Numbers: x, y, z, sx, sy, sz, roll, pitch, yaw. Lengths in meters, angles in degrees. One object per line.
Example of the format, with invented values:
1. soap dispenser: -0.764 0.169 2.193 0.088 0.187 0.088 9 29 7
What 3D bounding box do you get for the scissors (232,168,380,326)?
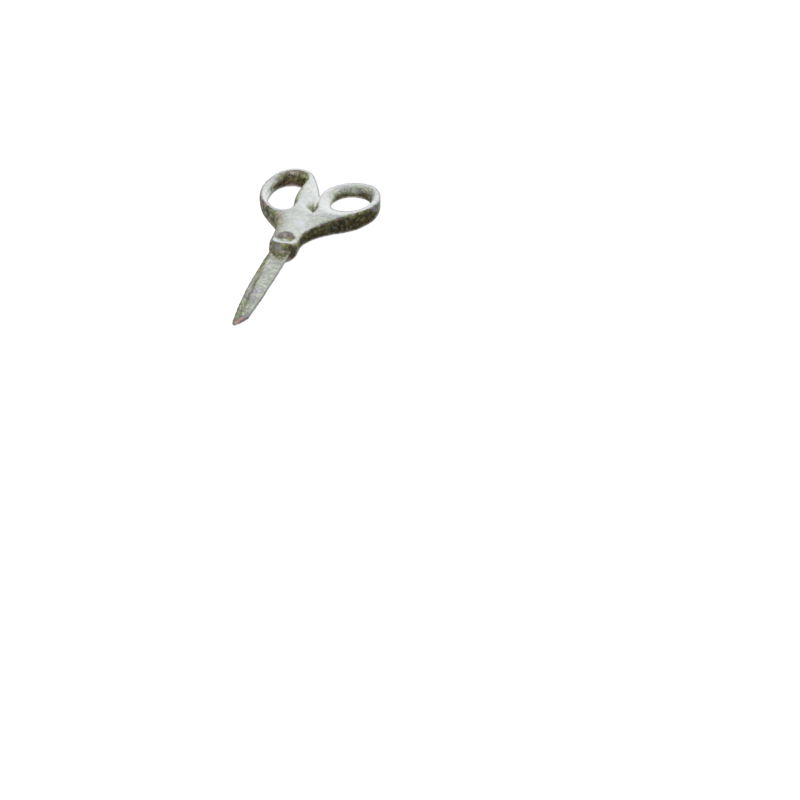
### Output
1. scissors: -0.058 -0.106 0.745 0.096 0.015 0.215 -2 35 -2
